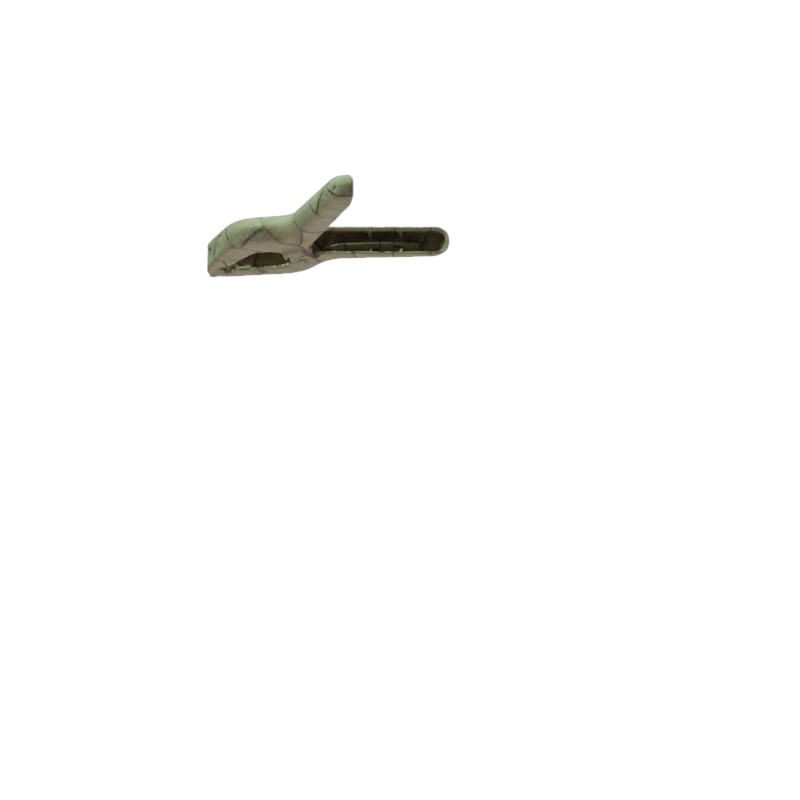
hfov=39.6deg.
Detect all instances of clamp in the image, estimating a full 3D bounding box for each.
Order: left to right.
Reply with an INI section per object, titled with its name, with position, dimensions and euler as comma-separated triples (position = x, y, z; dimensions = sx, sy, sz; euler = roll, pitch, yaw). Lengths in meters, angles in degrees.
[clamp]
position = -0.074, -0.135, 0.948
dimensions = 0.214, 0.038, 0.155
euler = -10, -16, 38
